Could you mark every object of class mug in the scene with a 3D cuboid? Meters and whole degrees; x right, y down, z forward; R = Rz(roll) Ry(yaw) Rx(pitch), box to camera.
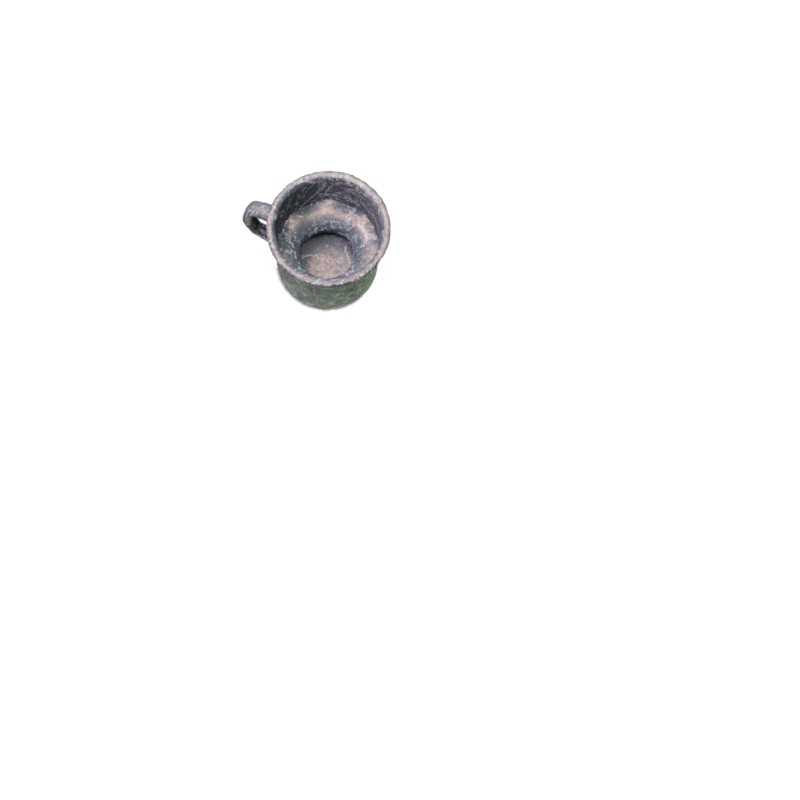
[{"bbox_3d":[-0.068,-0.123,0.863,0.119,0.096,0.078,18,-18,5],"label":"mug"}]
